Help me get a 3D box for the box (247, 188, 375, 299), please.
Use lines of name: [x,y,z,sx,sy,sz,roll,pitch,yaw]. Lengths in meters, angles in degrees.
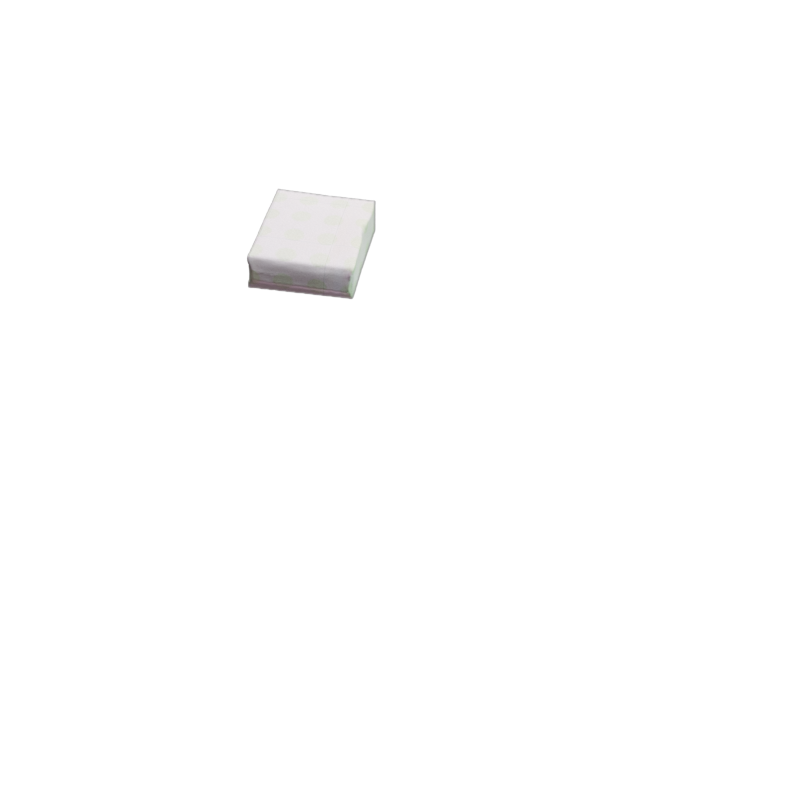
box: [-0.060,-0.109,0.766,0.074,0.028,0.094,7,40,8]
